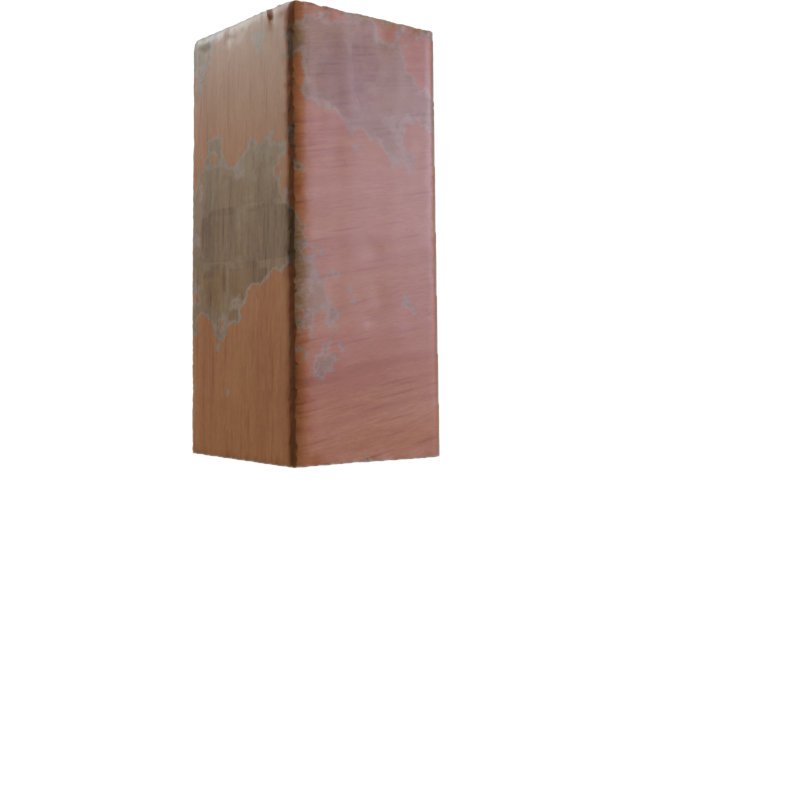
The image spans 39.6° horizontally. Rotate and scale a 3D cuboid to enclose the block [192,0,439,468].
[{"bbox_3d":[-0.043,-0.078,0.544,0.086,0.209,0.093,3,-5,-39],"label":"block"}]
